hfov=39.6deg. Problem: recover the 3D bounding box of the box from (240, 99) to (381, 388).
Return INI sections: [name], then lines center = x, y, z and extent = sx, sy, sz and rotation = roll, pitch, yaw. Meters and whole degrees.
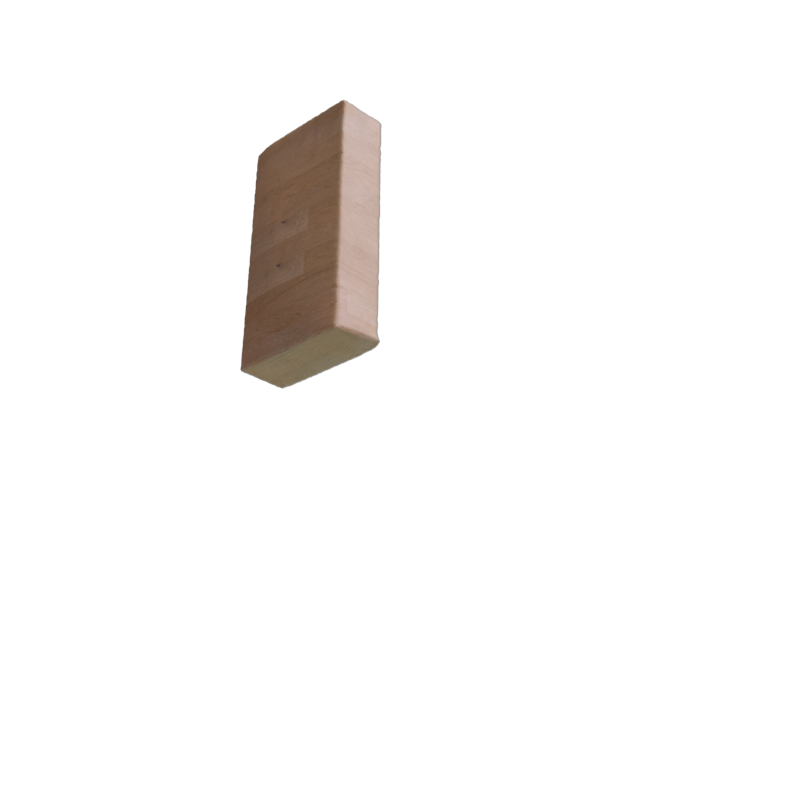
[box]
center = -0.058, -0.106, 0.742
extent = 0.094, 0.187, 0.045
rotation = -25, -36, 37
